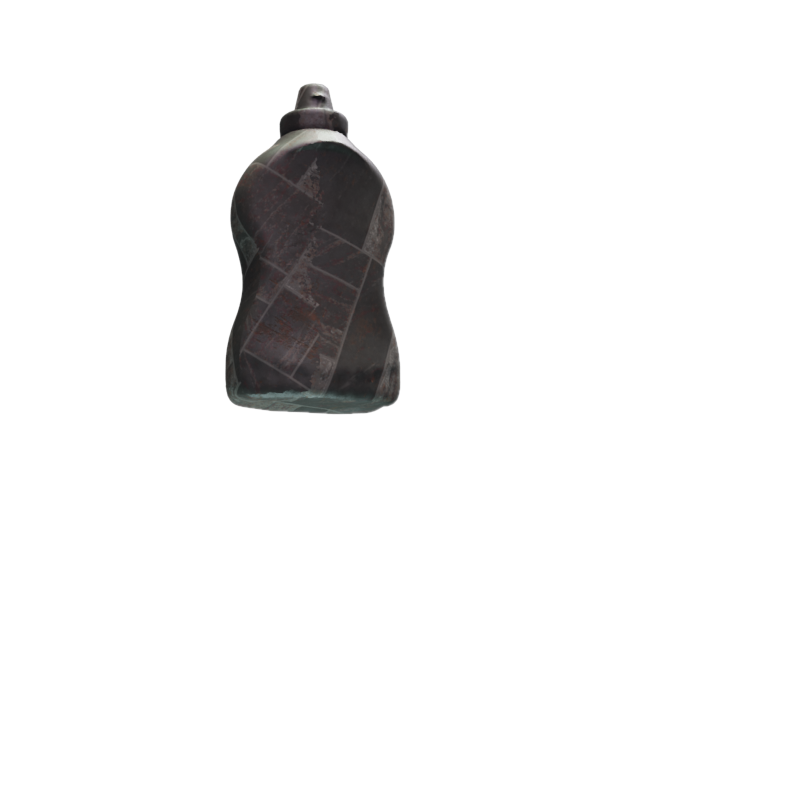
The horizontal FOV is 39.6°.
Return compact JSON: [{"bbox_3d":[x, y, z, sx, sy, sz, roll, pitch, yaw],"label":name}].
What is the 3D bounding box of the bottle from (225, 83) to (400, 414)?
[{"bbox_3d":[-0.050,-0.091,0.640,0.093,0.199,0.058,4,-17,-19],"label":"bottle"}]
